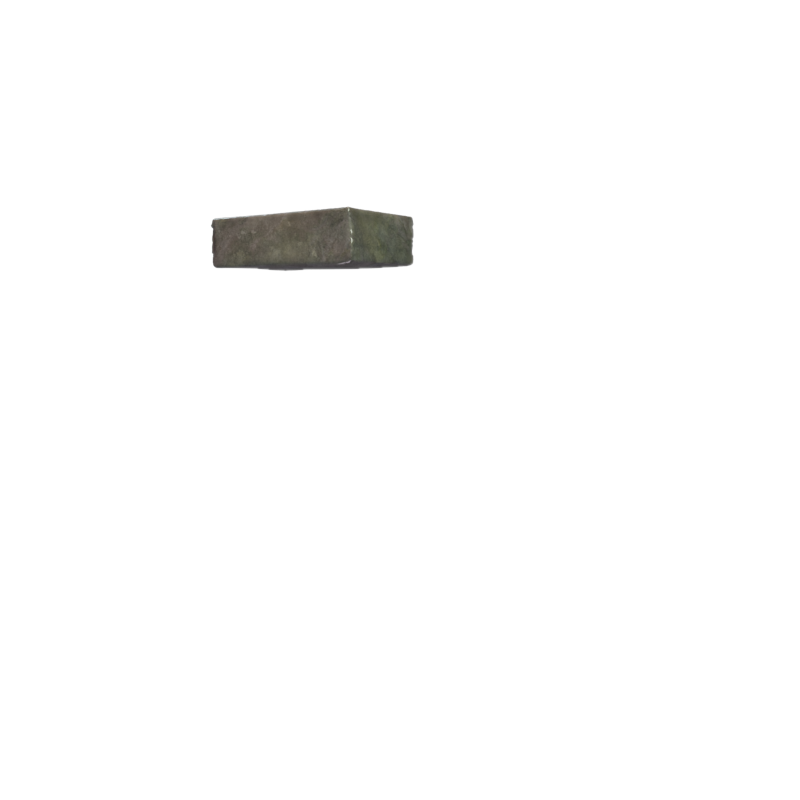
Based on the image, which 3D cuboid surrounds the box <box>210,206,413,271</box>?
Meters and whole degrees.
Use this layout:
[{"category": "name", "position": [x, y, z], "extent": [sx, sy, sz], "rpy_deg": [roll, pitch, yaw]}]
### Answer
[{"category": "box", "position": [-0.060, -0.109, 0.766], "extent": [0.117, 0.039, 0.087], "rpy_deg": [3, 5, 30]}]
